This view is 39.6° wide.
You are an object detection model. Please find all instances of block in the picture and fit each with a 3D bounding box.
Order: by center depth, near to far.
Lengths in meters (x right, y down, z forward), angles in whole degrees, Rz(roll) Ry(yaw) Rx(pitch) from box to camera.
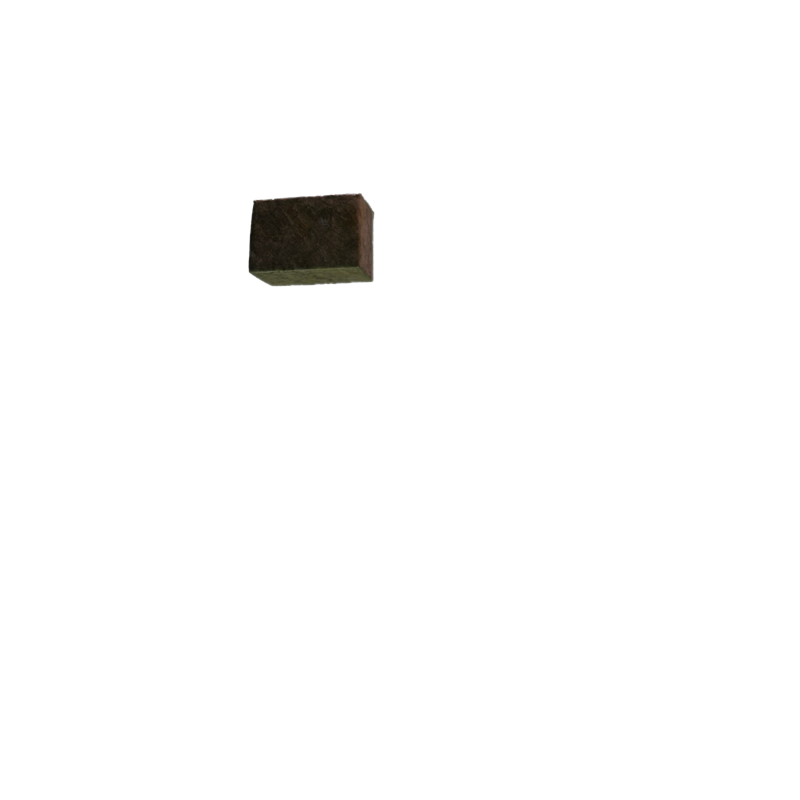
[{"bbox_3d":[-0.060,-0.109,0.763,0.079,0.053,0.051,-2,-9,12],"label":"block"}]
